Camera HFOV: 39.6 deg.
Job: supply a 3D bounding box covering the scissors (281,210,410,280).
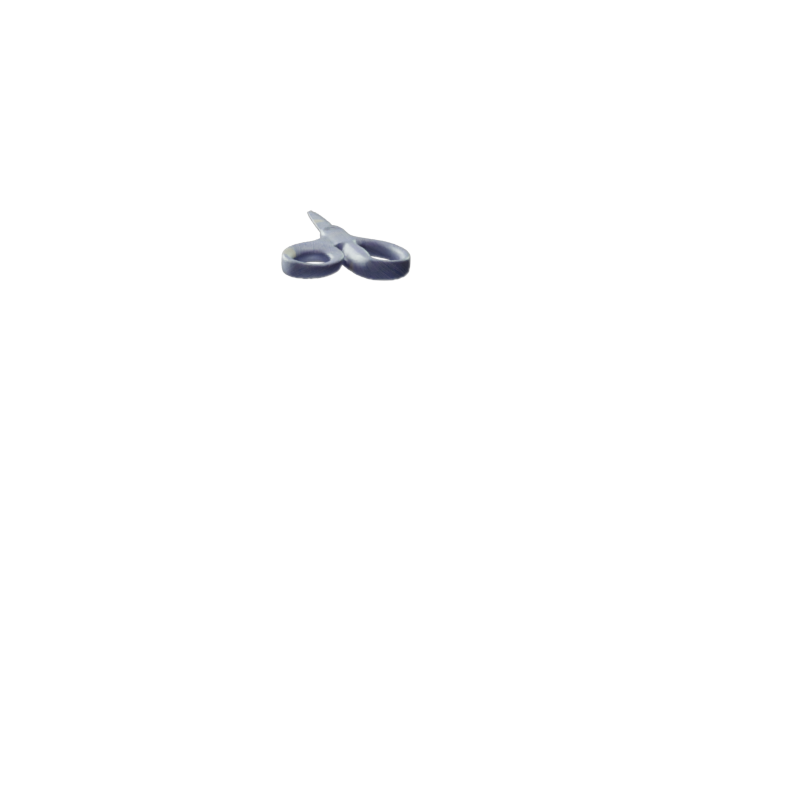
[{"bbox_3d":[-0.064,-0.116,0.816,0.094,0.015,0.214,-10,22,-26],"label":"scissors"}]
